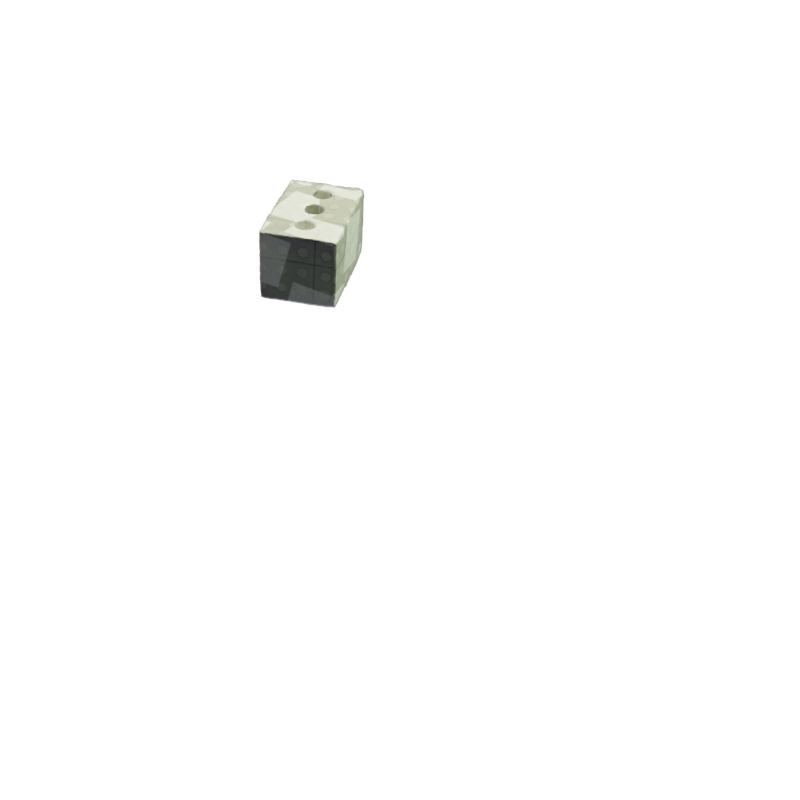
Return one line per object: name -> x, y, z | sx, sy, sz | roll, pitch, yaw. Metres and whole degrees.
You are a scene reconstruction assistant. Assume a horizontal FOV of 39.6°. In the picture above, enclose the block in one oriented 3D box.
block -> -0.058, -0.105, 0.738 | 0.054, 0.048, 0.082 | 8, 36, 9
